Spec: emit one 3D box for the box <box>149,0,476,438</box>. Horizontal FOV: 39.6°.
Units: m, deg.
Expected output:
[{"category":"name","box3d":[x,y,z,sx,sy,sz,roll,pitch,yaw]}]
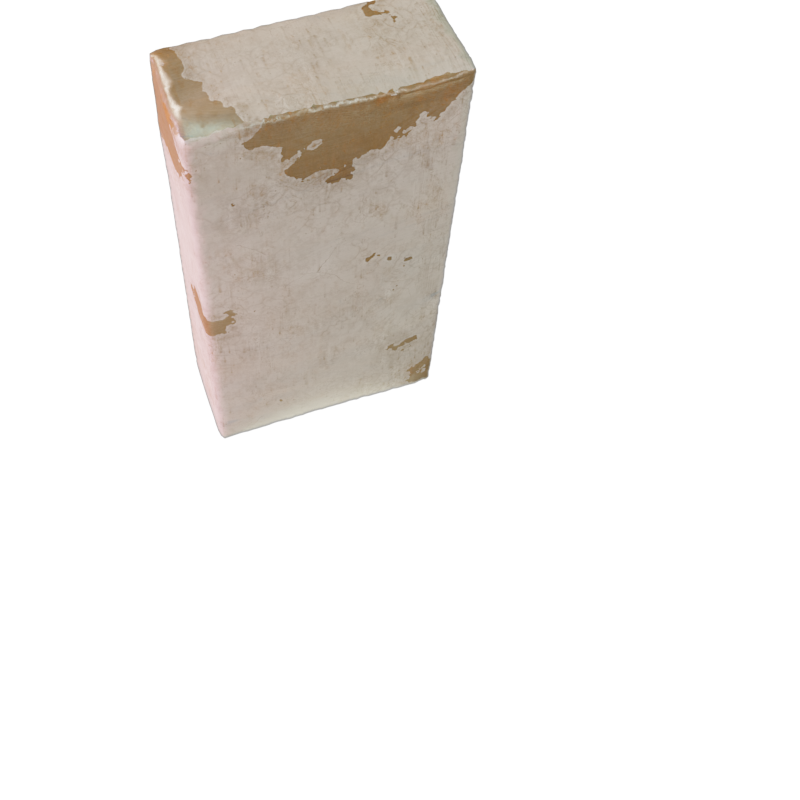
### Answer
[{"category":"box","box3d":[-0.031,-0.056,0.393,0.093,0.051,0.165,-16,-27,-13]}]
